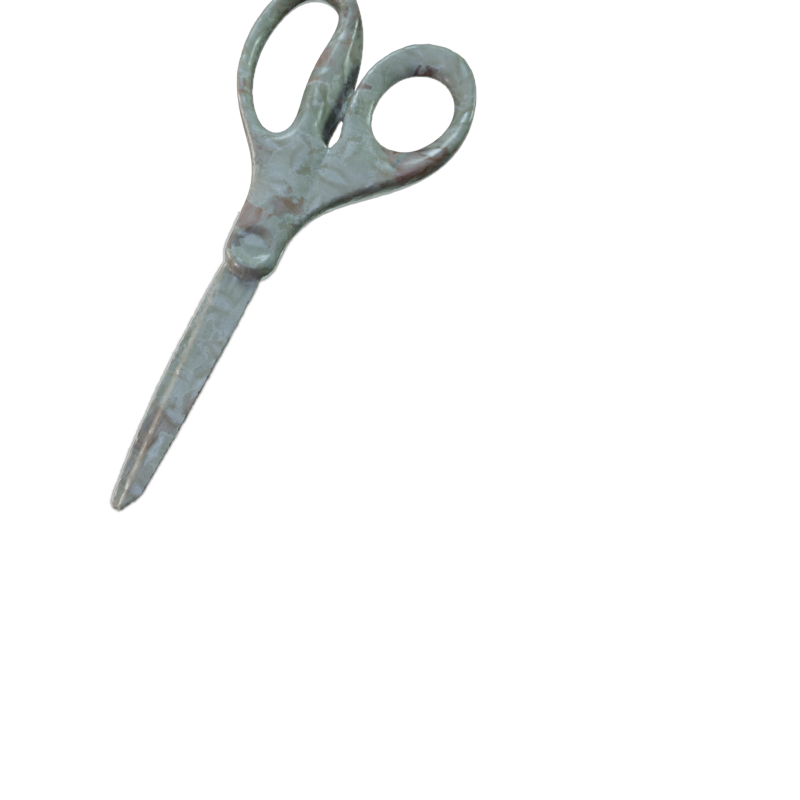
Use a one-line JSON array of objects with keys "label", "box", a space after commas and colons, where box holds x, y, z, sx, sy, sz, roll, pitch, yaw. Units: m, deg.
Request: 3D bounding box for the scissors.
[{"label": "scissors", "box": [-0.030, -0.055, 0.384, 0.097, 0.209, 0.015, 9, -17, 3]}]
